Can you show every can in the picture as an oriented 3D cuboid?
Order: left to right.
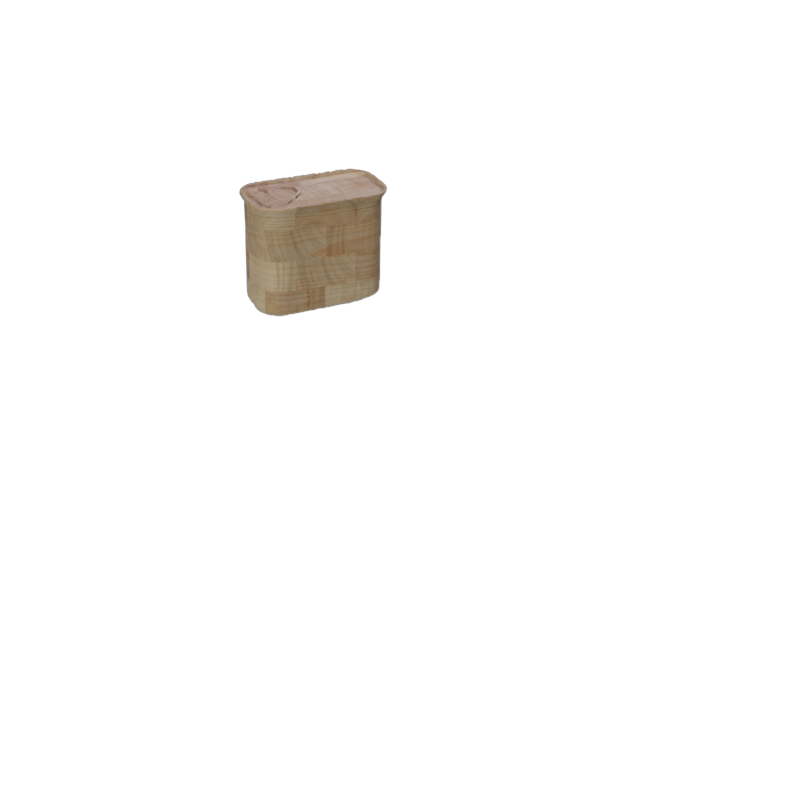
[{"bbox_3d":[-0.063,-0.114,0.799,0.100,0.079,0.062,-11,30,-22],"label":"can"}]
